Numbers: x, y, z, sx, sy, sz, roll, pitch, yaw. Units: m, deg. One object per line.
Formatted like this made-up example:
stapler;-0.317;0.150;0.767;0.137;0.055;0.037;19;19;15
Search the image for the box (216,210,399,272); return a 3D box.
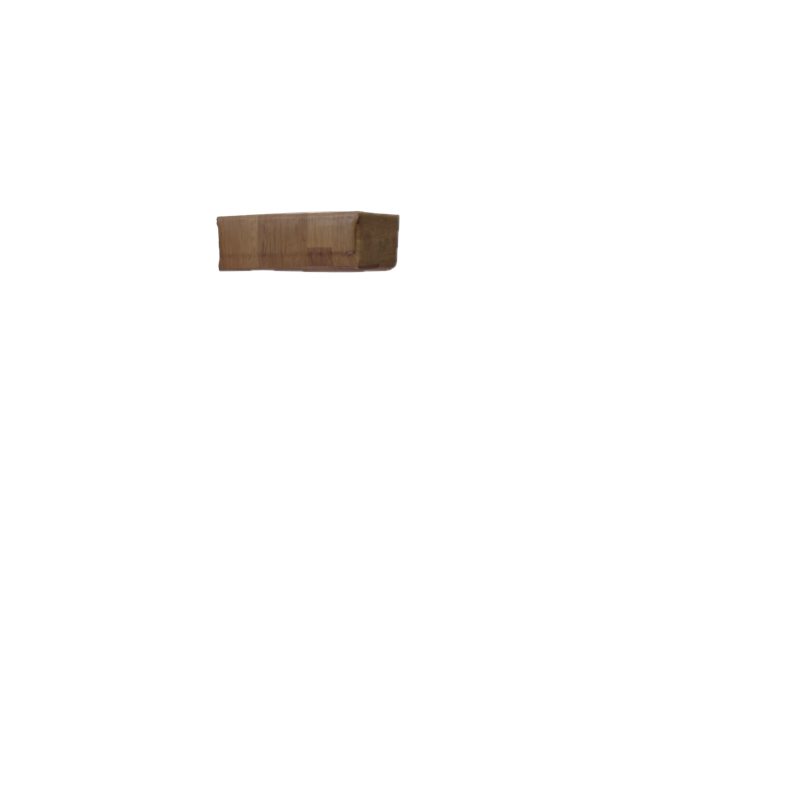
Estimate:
box;-0.055;-0.100;0.703;0.092;0.039;0.112;1;6;14
